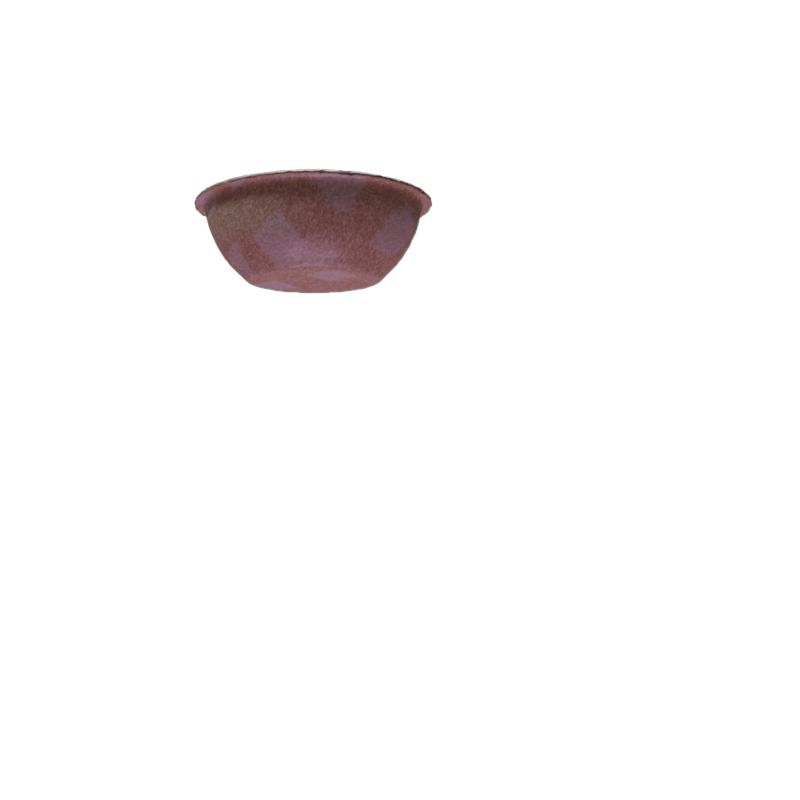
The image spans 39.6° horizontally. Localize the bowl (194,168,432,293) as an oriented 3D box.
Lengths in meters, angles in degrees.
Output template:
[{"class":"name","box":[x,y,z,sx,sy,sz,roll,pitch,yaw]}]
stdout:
[{"class":"bowl","box":[-0.059,-0.107,0.751,0.162,0.056,0.159,0,-6,-2]}]
